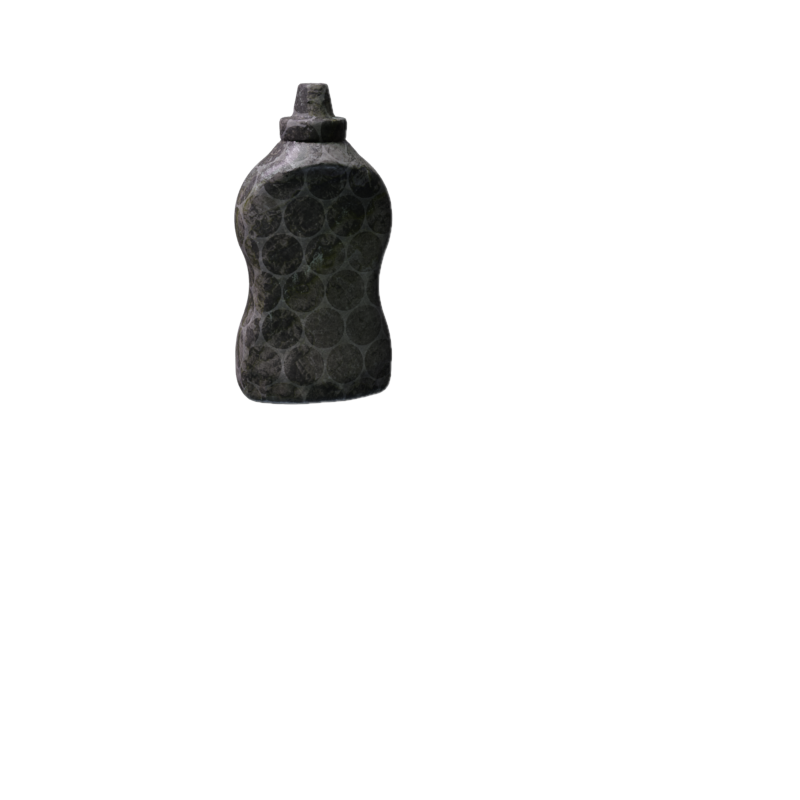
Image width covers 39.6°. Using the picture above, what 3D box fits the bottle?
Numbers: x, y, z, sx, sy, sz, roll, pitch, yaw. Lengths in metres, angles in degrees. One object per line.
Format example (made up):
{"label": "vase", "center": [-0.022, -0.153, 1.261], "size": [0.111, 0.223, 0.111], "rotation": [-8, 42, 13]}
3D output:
{"label": "bottle", "center": [-0.053, -0.097, 0.678], "size": [0.095, 0.187, 0.061], "rotation": [-2, 12, -13]}
